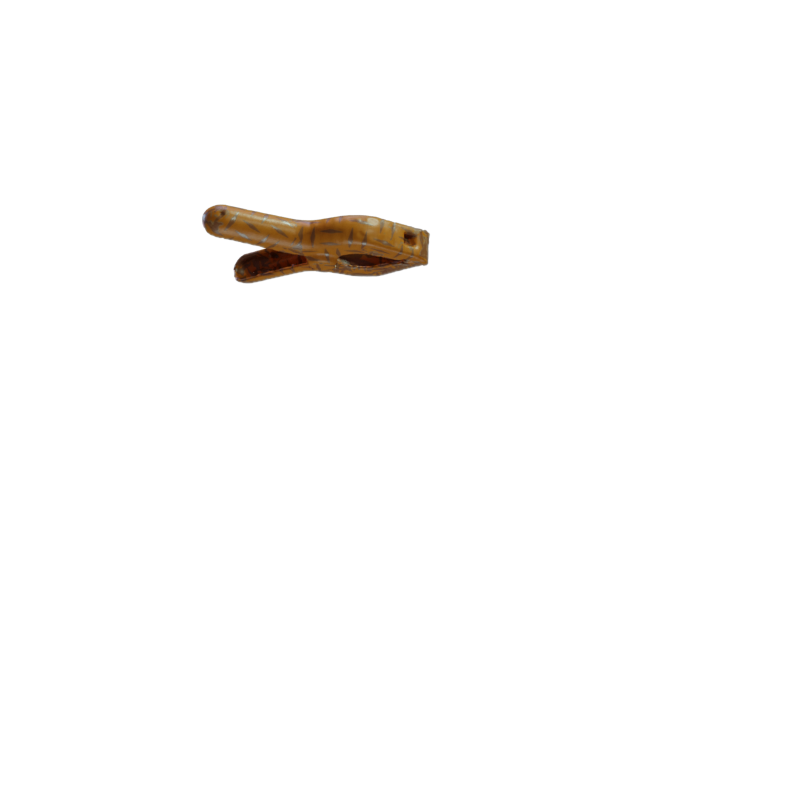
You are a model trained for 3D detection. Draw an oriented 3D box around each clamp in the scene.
[{"bbox_3d":[-0.067,-0.122,0.852,0.174,0.041,0.114,-3,-11,16],"label":"clamp"}]
